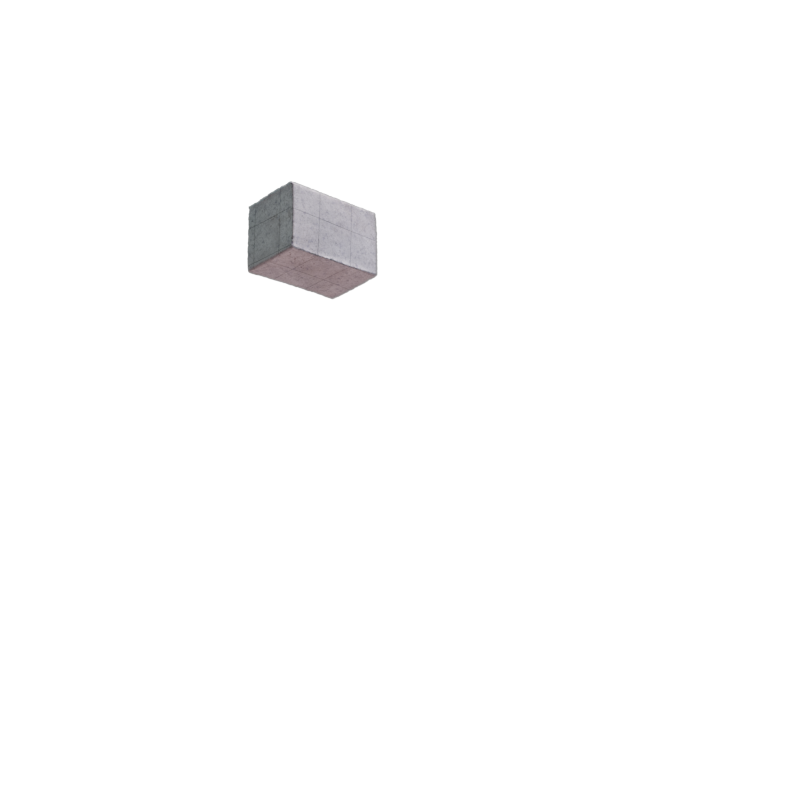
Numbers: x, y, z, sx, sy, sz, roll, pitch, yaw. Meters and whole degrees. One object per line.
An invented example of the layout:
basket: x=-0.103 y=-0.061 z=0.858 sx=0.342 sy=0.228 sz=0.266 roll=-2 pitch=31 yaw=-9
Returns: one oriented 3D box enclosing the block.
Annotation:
block: x=-0.061 y=-0.111 z=0.775 sx=0.074 sy=0.054 sz=0.053 roll=17 pitch=-28 yaw=-38
